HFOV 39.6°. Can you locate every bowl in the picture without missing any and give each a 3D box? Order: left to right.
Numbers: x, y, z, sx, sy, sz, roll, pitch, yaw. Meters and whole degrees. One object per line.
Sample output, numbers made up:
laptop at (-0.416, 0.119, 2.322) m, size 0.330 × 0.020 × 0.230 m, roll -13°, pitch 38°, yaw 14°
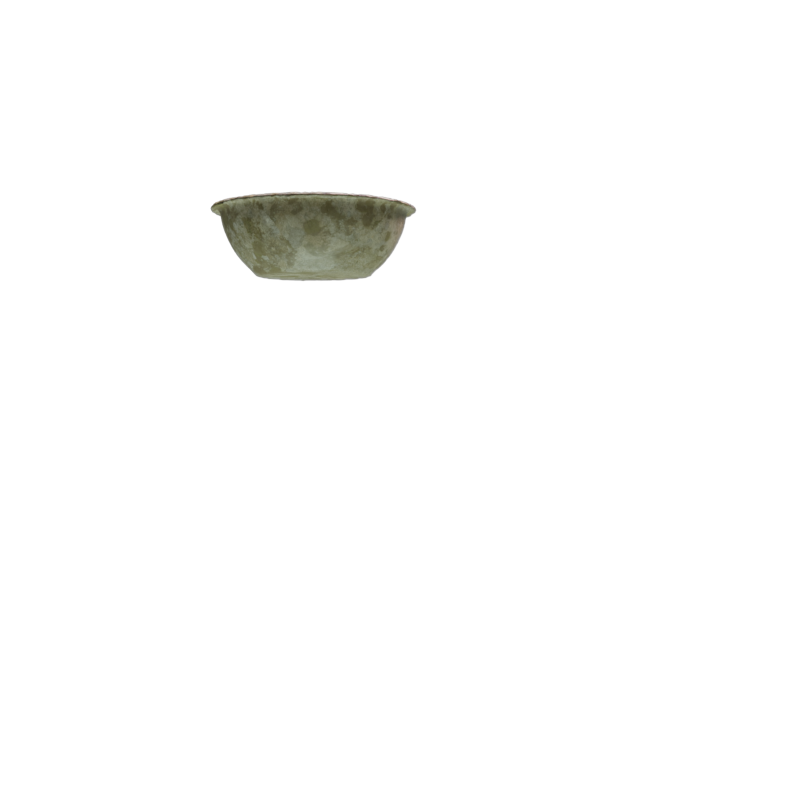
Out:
bowl at (-0.068, -0.125, 0.873) m, size 0.162 × 0.055 × 0.161 m, roll 0°, pitch 0°, yaw -2°
